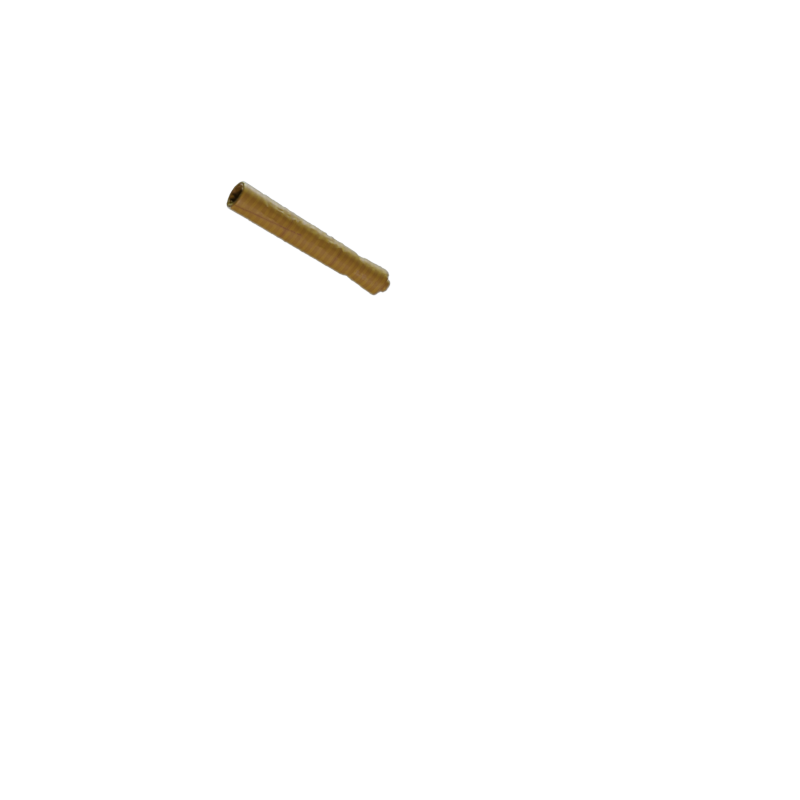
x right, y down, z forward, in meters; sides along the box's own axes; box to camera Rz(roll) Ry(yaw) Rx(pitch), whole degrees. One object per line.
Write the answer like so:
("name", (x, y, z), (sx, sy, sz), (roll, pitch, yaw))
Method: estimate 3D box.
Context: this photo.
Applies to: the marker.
("marker", (-0.054, -0.098, 0.688), (0.114, 0.020, 0.020), (29, -11, -26))
